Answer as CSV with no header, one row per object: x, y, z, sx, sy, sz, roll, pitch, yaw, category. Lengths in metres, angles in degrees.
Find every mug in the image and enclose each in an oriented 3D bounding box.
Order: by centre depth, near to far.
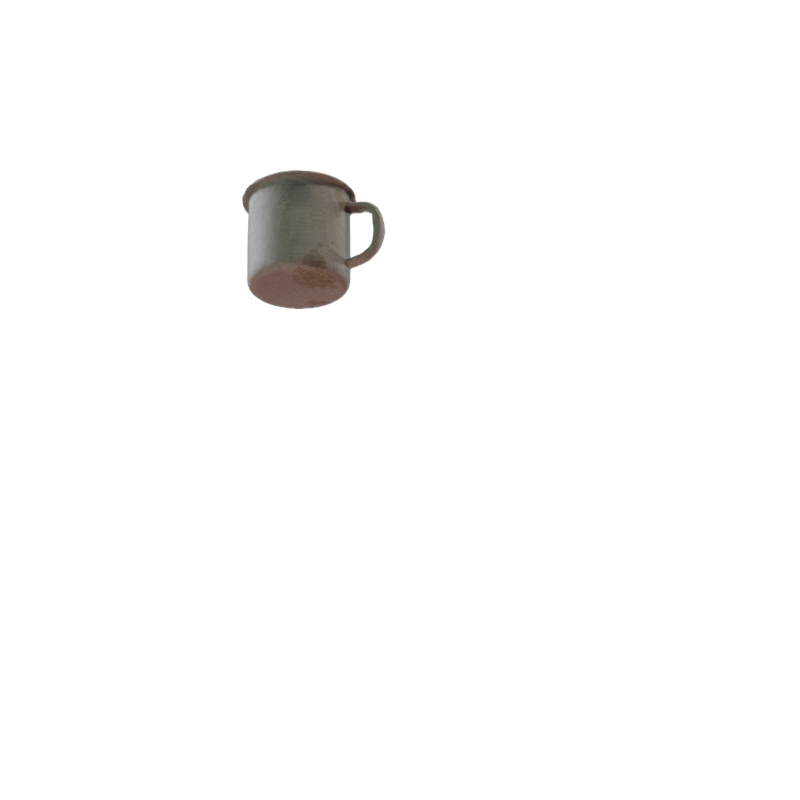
-0.069,-0.126,0.881,0.119,0.086,0.087,-6,-25,13,mug
